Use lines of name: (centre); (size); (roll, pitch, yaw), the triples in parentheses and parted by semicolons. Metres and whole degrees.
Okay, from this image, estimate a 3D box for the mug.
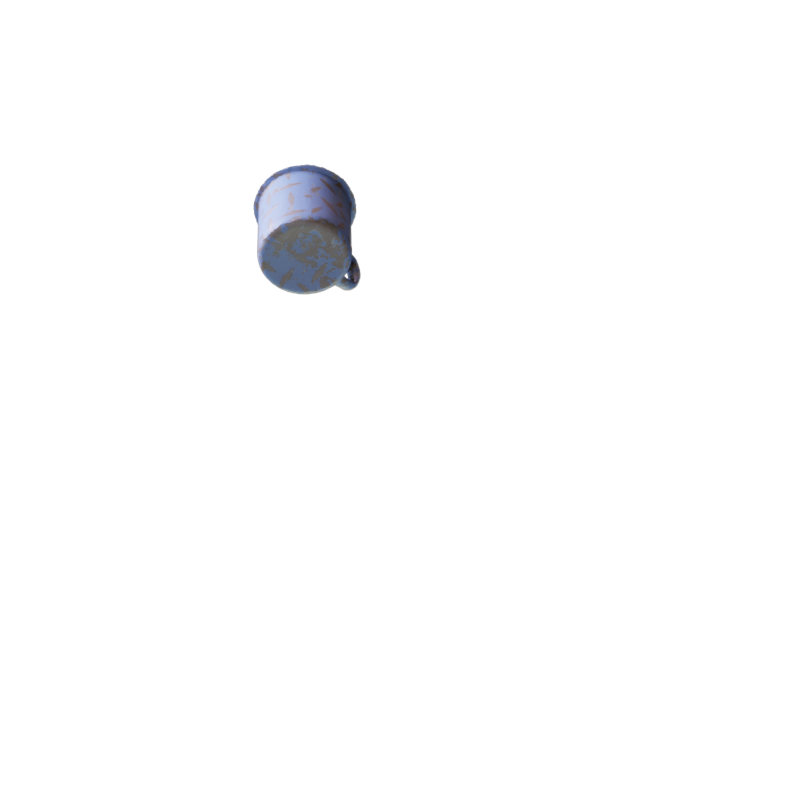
mug: (-0.077, -0.140, 0.979); (0.093, 0.110, 0.087); (-32, 32, 21)
